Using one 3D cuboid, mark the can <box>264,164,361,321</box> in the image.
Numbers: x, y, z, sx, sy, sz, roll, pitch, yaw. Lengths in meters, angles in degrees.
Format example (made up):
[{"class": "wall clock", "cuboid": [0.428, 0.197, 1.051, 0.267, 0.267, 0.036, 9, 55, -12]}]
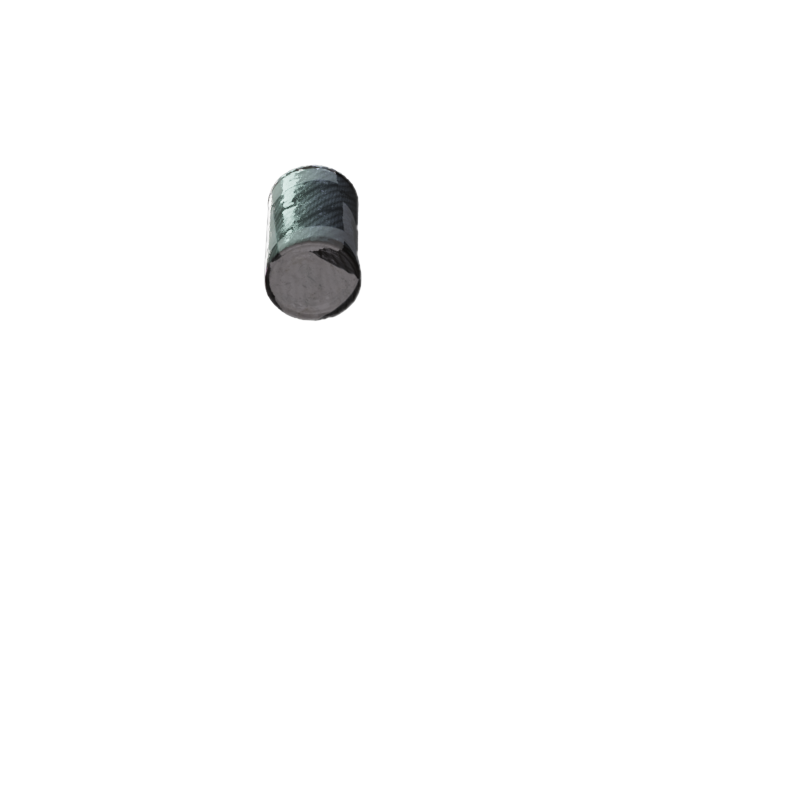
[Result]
[{"class": "can", "cuboid": [-0.061, -0.112, 0.784, 0.068, 0.064, 0.109, -1, 38, -3]}]
